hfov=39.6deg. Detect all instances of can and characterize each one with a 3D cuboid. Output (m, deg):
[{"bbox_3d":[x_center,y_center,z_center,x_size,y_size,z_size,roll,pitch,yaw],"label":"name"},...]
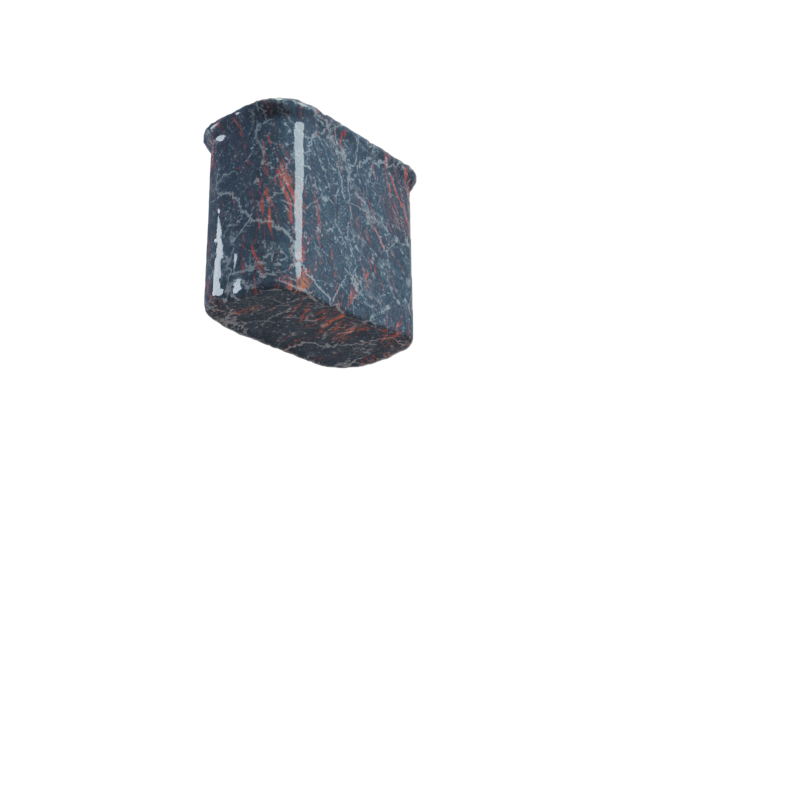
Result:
[{"bbox_3d":[-0.037,-0.068,0.476,0.058,0.088,0.095,-18,-27,36],"label":"can"}]
